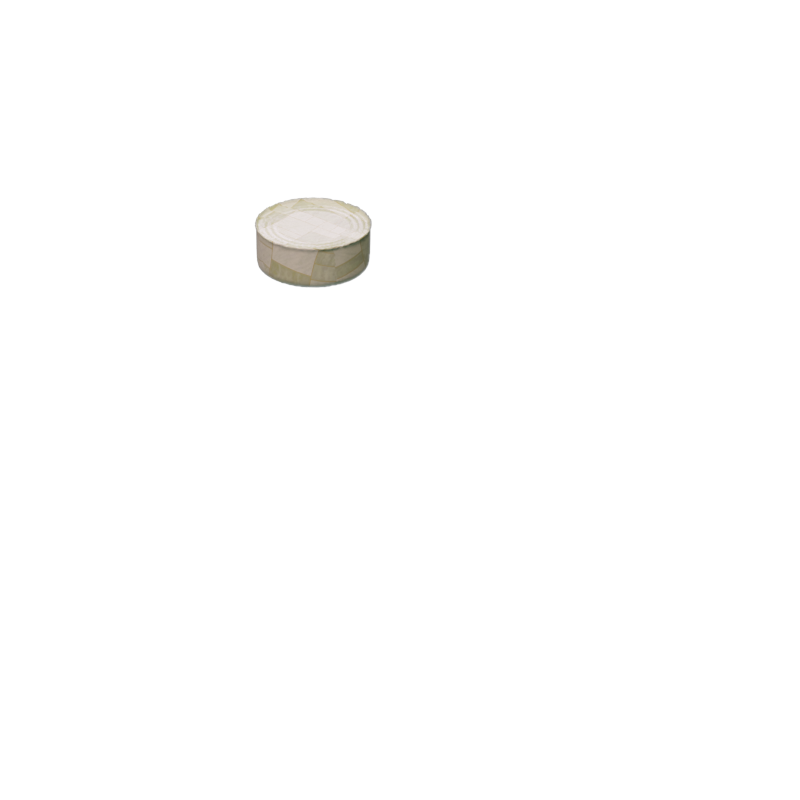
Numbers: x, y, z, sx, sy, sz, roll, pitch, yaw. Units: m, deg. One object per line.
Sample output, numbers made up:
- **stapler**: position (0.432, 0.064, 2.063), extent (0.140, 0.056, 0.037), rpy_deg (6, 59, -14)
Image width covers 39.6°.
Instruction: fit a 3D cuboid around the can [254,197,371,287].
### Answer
- **can**: position (-0.064, -0.117, 0.821), extent (0.086, 0.032, 0.091), rpy_deg (-1, 32, -2)
